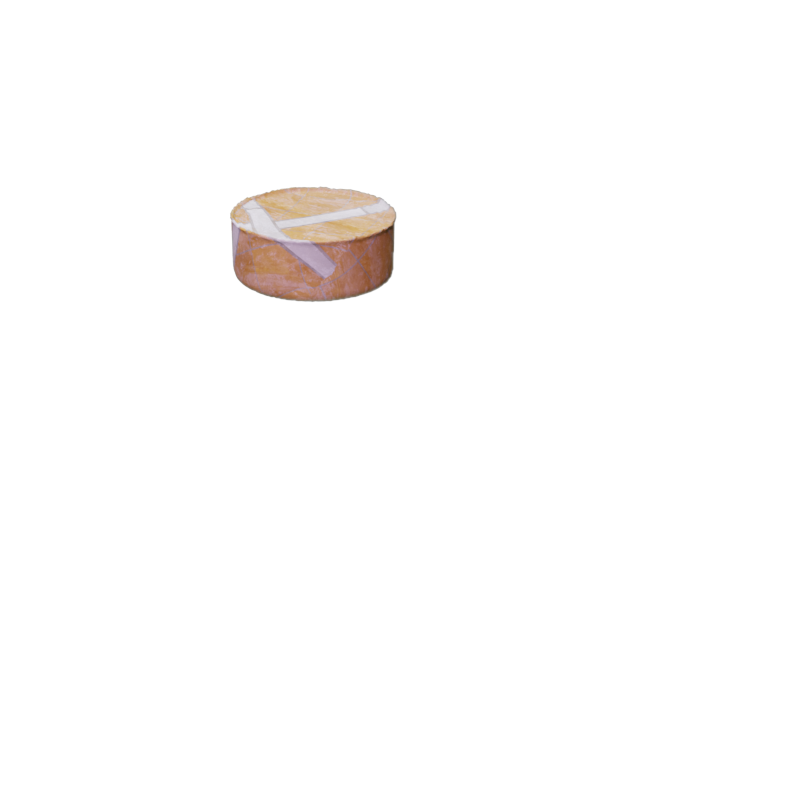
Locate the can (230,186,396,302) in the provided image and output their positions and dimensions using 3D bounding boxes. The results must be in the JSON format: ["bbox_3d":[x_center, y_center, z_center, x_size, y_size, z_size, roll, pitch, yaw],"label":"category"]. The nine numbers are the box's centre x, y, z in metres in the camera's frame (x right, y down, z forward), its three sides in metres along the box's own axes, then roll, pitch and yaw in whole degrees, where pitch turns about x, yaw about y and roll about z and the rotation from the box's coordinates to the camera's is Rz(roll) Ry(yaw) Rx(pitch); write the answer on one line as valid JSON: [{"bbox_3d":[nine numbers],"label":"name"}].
[{"bbox_3d":[-0.045,-0.083,0.578,0.086,0.032,0.091,-1,27,-2],"label":"can"}]
